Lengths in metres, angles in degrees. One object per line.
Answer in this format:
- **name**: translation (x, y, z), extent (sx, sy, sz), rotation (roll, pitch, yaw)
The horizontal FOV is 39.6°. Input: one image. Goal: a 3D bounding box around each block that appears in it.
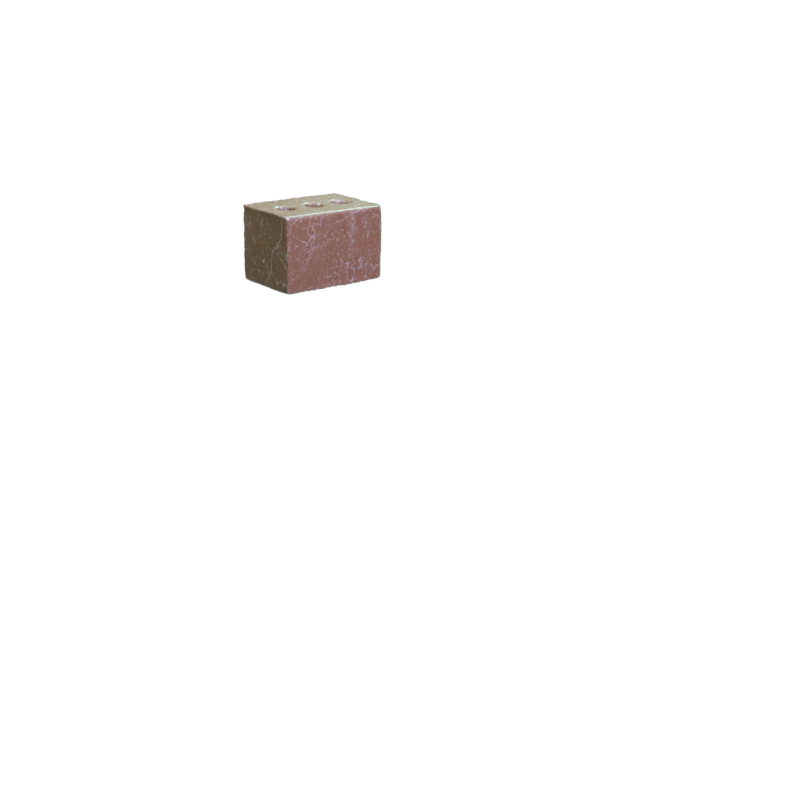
- **block**: translation (-0.057, -0.104, 0.732), extent (0.076, 0.049, 0.056), rotation (-13, 21, -36)
